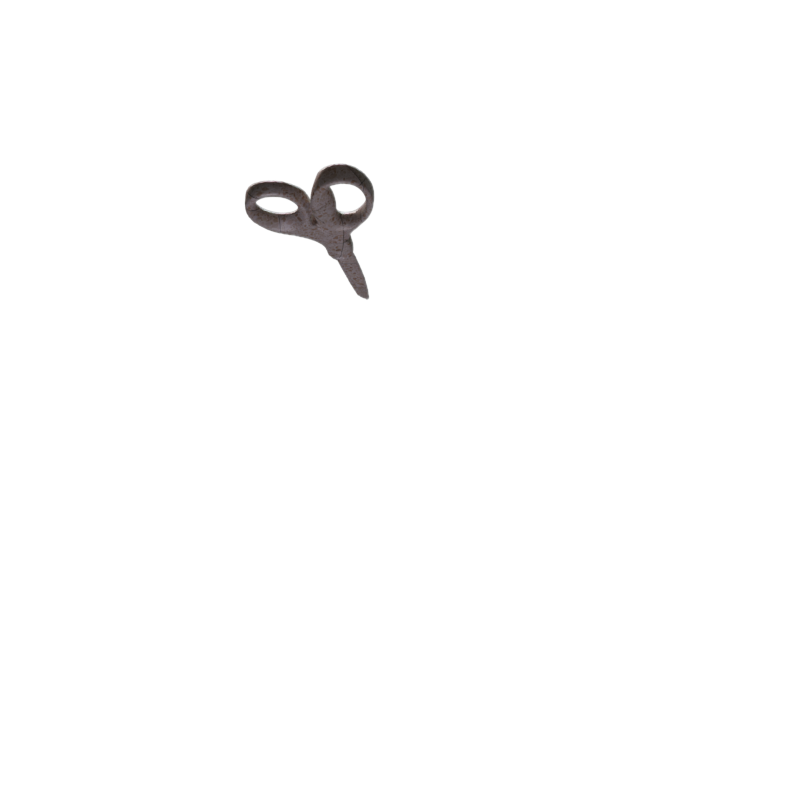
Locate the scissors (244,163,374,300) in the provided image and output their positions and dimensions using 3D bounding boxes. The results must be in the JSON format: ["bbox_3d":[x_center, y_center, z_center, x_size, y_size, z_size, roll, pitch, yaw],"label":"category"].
[{"bbox_3d":[-0.063,-0.114,0.800,0.096,0.017,0.192,2,-20,-5],"label":"scissors"}]
